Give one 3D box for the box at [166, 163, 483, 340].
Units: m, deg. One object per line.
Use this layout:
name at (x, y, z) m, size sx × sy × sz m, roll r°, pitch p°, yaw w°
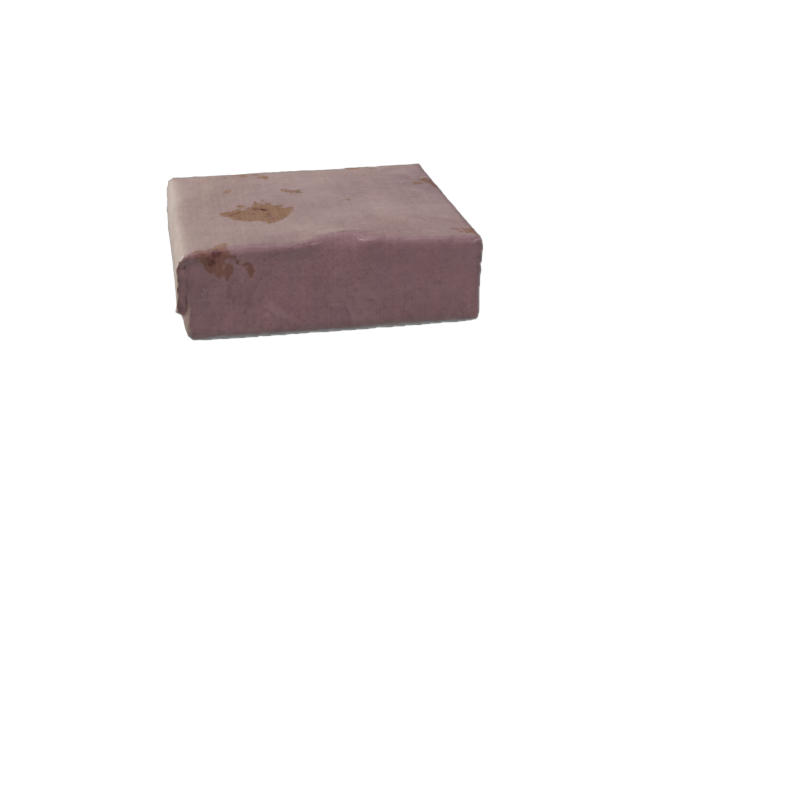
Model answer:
box at (-0.027, -0.050, 0.348) m, size 0.088 × 0.029 × 0.078 m, roll -5°, pitch 27°, yaw -10°
